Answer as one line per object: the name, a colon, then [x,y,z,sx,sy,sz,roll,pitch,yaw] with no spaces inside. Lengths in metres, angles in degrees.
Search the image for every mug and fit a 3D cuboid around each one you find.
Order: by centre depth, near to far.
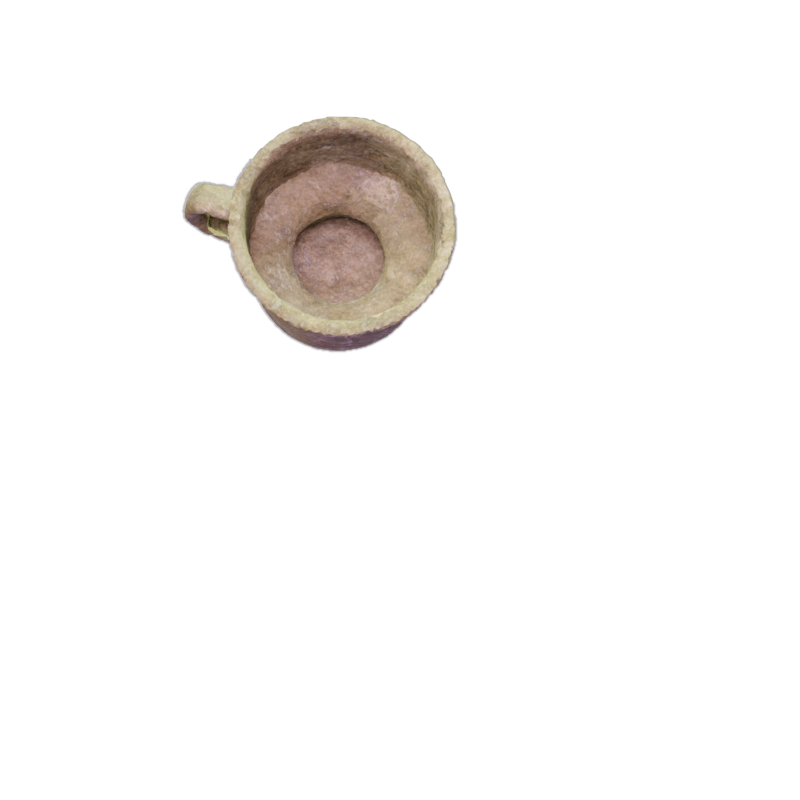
mug: [-0.038,-0.070,0.489,0.118,0.096,0.079,12,-12,1]
